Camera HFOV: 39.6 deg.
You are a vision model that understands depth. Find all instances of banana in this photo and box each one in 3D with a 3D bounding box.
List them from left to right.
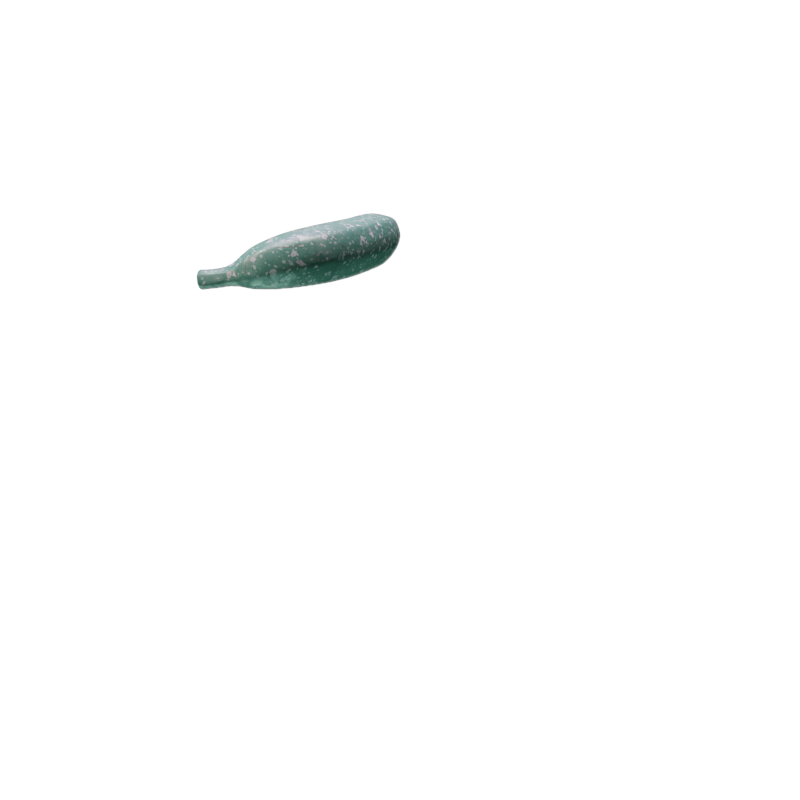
[{"bbox_3d":[-0.046,-0.103,0.738,0.073,0.036,0.195,11,20,33],"label":"banana"}]
